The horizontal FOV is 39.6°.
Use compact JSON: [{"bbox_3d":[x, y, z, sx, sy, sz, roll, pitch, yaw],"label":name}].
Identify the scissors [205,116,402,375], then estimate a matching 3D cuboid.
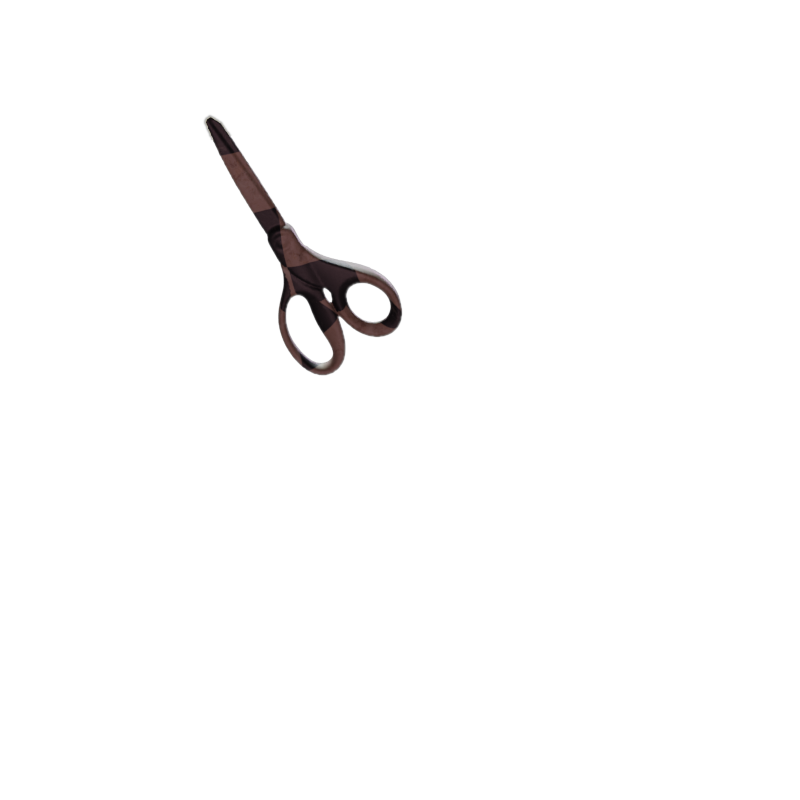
[{"bbox_3d":[-0.059,-0.107,0.749,0.096,0.190,0.017,-11,25,5],"label":"scissors"}]
